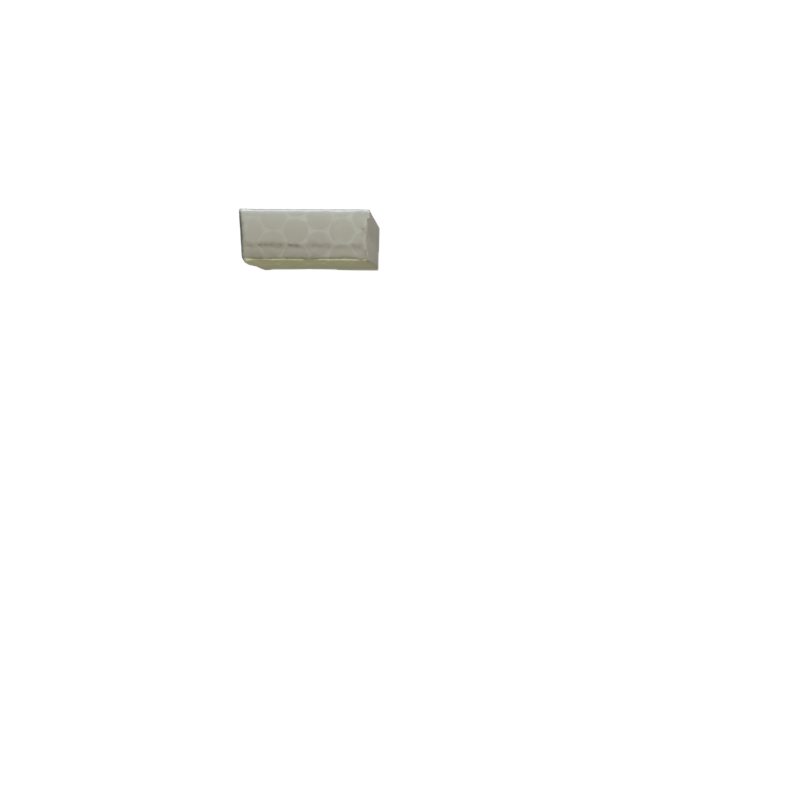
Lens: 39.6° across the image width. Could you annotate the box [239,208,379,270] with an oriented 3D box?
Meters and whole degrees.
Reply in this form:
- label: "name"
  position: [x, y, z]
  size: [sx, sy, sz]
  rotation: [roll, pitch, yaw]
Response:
- label: "box"
  position: [-0.062, -0.113, 0.792]
  size: [0.090, 0.039, 0.113]
  rotation: [0, 4, 4]
